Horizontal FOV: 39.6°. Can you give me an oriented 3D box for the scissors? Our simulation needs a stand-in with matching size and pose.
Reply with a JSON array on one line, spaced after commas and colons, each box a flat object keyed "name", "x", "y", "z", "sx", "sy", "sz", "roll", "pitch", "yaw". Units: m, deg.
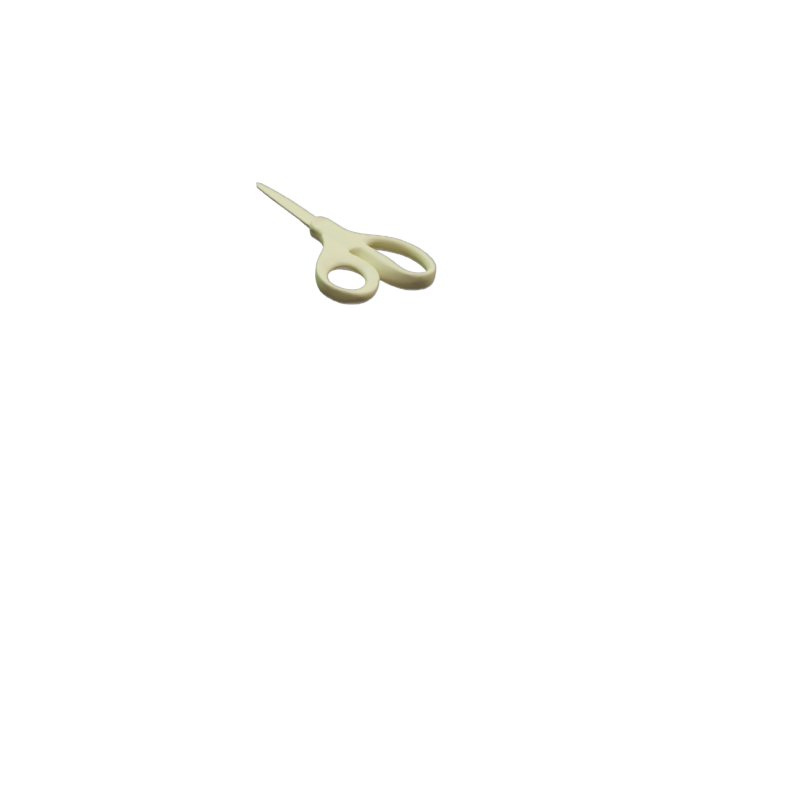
[{"name": "scissors", "x": -0.066, "y": -0.121, "z": 0.848, "sx": 0.214, "sy": 0.015, "sz": 0.097, "roll": 26, "pitch": 42, "yaw": 32}]
